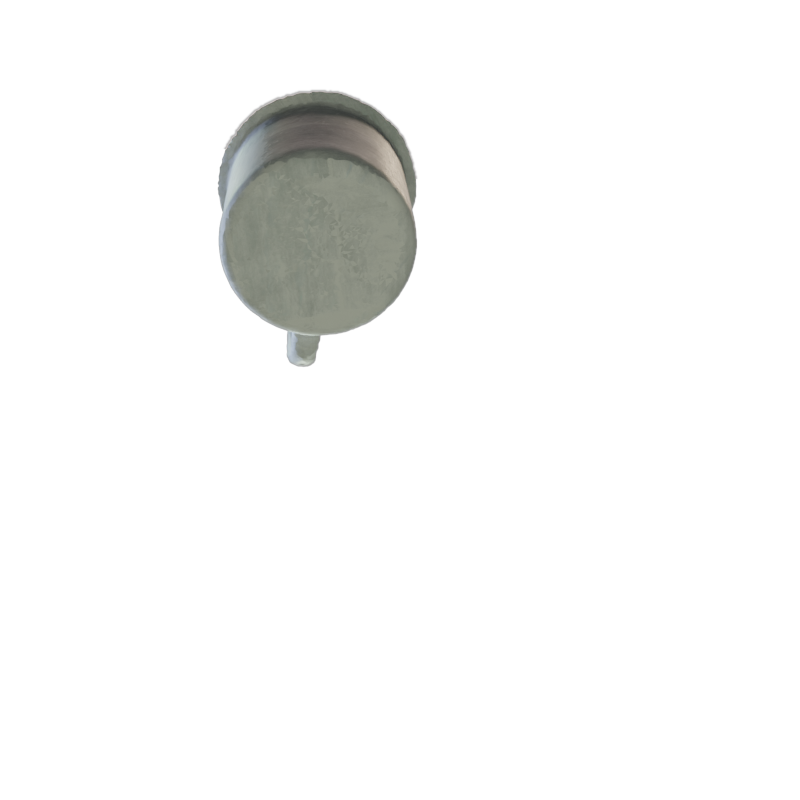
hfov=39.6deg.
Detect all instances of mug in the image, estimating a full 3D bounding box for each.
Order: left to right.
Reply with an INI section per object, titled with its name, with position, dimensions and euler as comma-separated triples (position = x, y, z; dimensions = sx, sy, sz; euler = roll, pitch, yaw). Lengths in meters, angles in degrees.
[mug]
position = -0.038, -0.070, 0.488
dimensions = 0.092, 0.112, 0.086
euler = 9, 24, -6
